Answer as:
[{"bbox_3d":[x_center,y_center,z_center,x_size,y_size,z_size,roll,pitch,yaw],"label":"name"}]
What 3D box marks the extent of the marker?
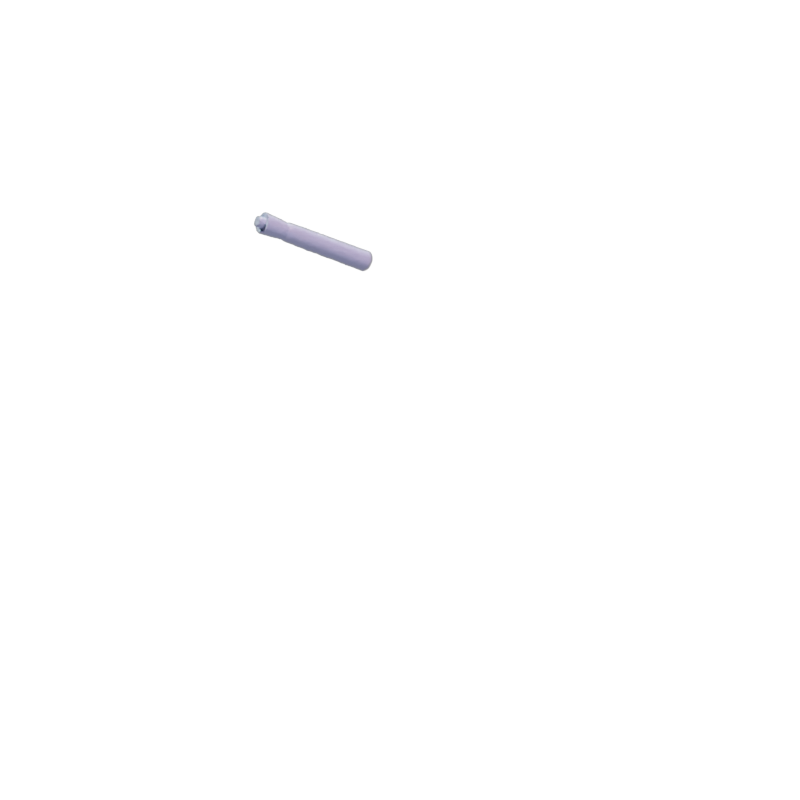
[{"bbox_3d":[-0.075,-0.137,0.957,0.114,0.020,0.021,16,-6,-36],"label":"marker"}]
